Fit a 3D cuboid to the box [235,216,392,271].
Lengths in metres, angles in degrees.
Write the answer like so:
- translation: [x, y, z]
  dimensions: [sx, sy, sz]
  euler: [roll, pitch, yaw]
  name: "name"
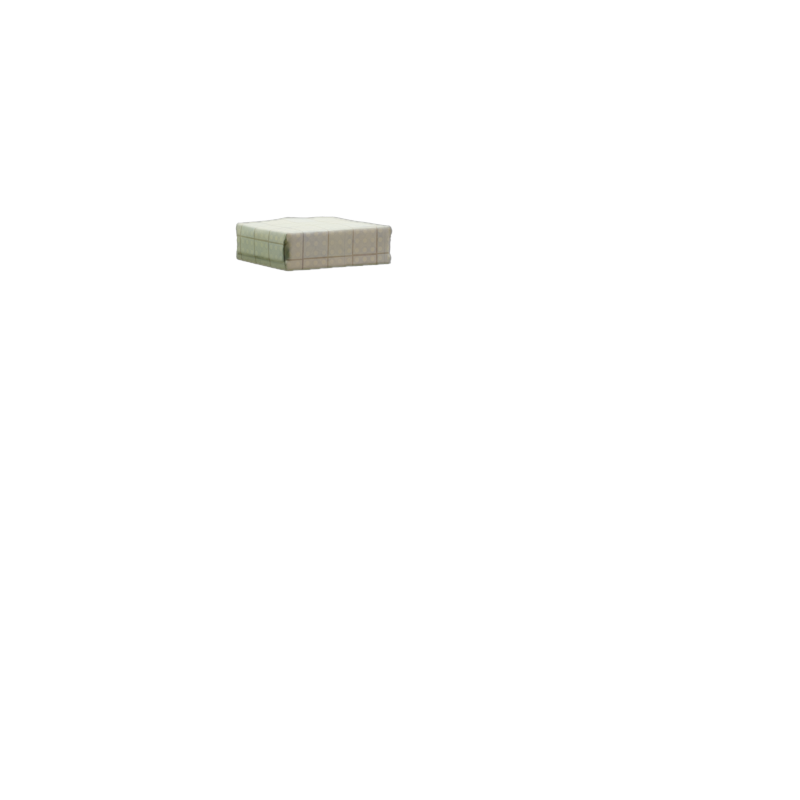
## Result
- translation: [-0.062, -0.113, 0.790]
  dimensions: [0.087, 0.029, 0.077]
  euler: [-9, 17, -33]
  name: "box"
